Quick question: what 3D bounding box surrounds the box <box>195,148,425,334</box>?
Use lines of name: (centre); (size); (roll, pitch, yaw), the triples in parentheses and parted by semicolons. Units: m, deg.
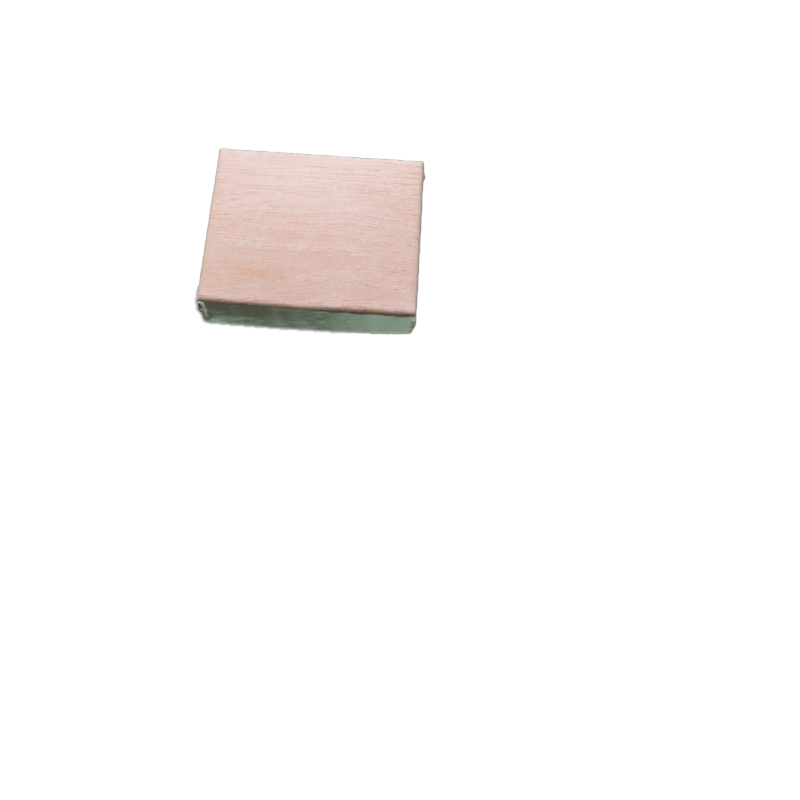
box: (-0.046, -0.083, 0.584); (0.114, 0.094, 0.037); (4, -23, 1)
